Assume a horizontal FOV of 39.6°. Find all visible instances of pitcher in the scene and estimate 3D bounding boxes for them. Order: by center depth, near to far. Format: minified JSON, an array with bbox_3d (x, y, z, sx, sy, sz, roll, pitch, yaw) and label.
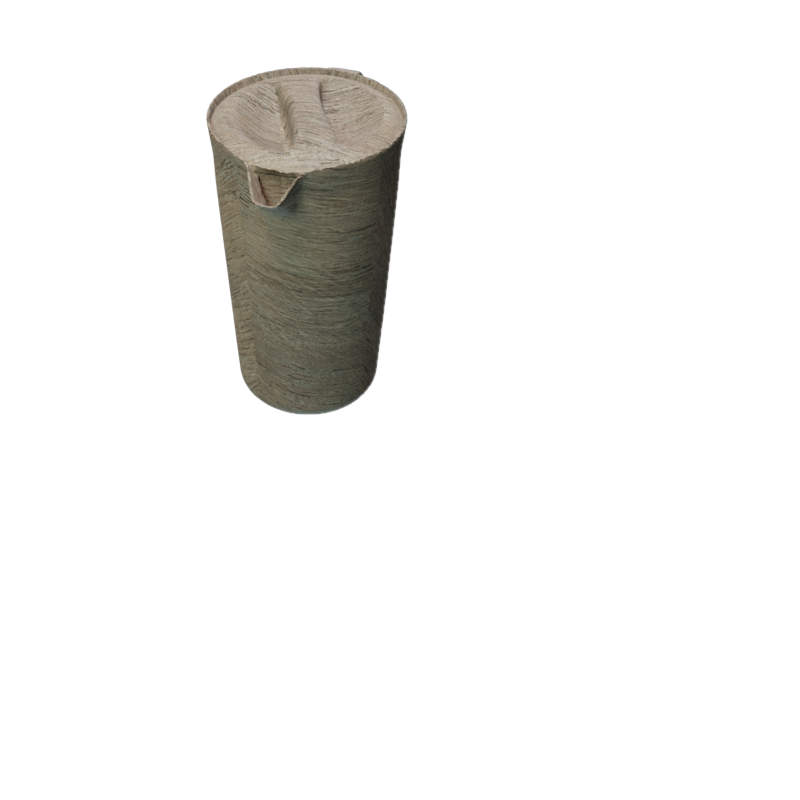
[{"bbox_3d":[-0.064,-0.116,0.812,0.148,0.227,0.157,-19,46,-23],"label":"pitcher"}]
